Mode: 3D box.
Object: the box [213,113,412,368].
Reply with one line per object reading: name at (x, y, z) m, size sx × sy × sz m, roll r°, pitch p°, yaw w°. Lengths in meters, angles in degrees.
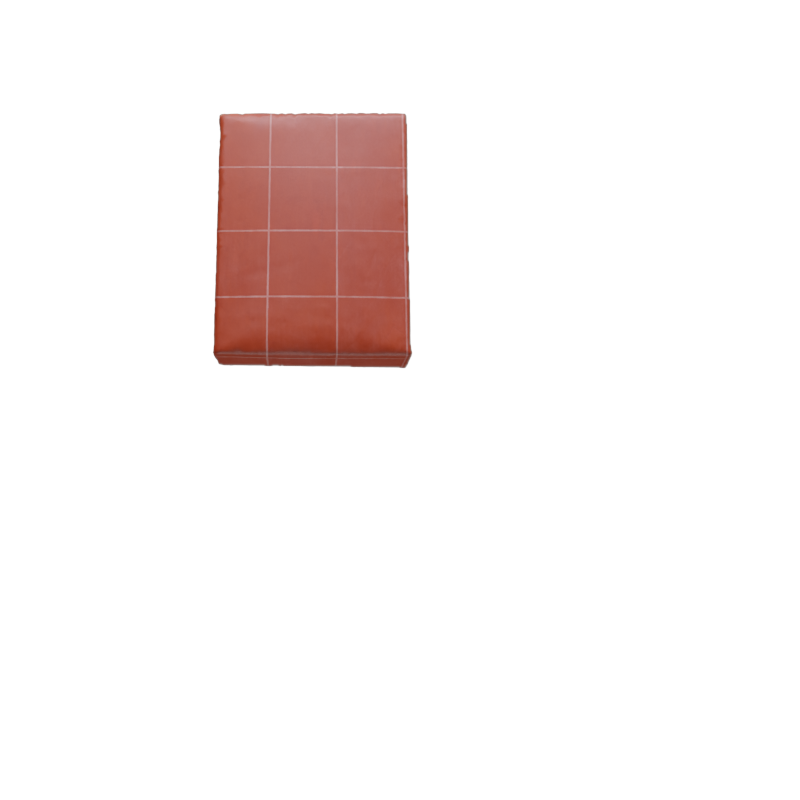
box at (-0.075, -0.137, 0.957) m, size 0.164 × 0.222 × 0.069 m, roll -1°, pitch -16°, yaw -1°
